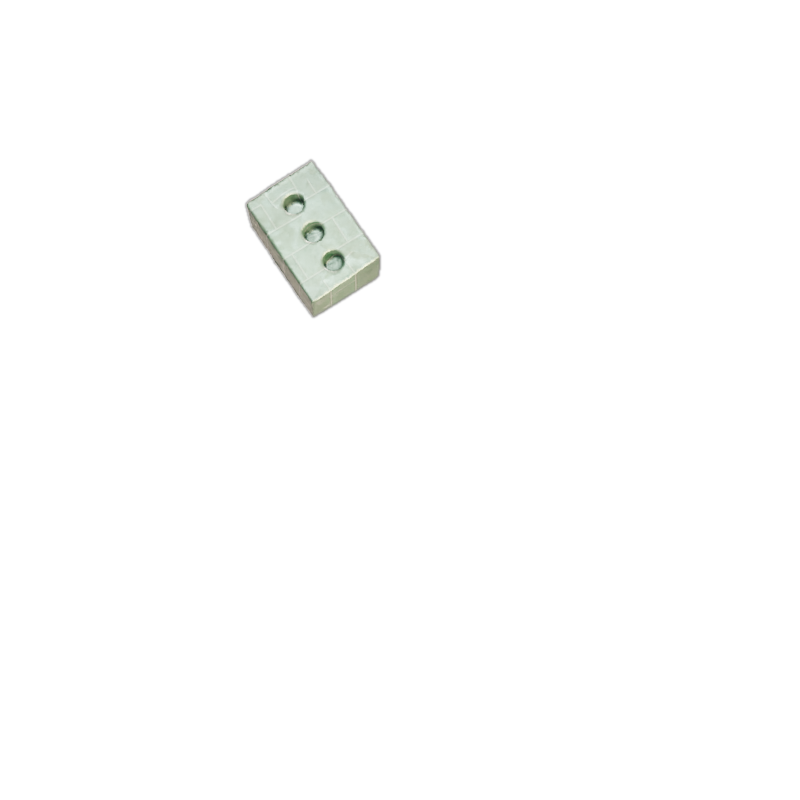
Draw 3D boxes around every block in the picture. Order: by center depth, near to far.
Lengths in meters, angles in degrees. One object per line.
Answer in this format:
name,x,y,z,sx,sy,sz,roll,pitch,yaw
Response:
block,-0.055,-0.101,0.707,0.053,0.080,0.050,-34,-9,-8
